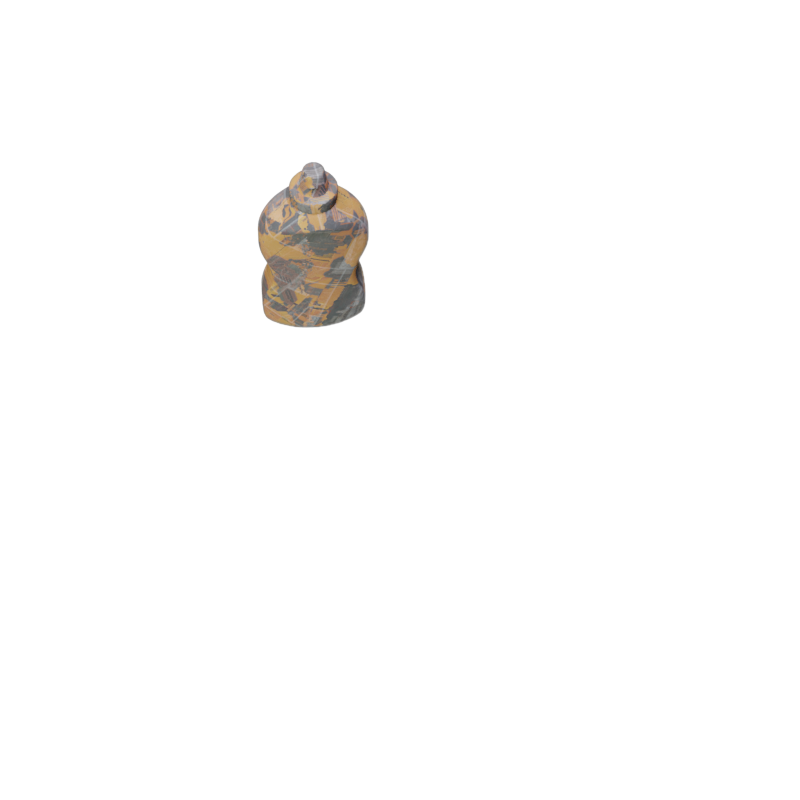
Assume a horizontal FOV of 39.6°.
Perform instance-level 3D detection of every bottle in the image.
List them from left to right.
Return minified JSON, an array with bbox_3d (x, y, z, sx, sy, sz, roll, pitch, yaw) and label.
[{"bbox_3d":[-0.076,-0.138,0.972,0.096,0.063,0.179,-2,-33,-5],"label":"bottle"}]
